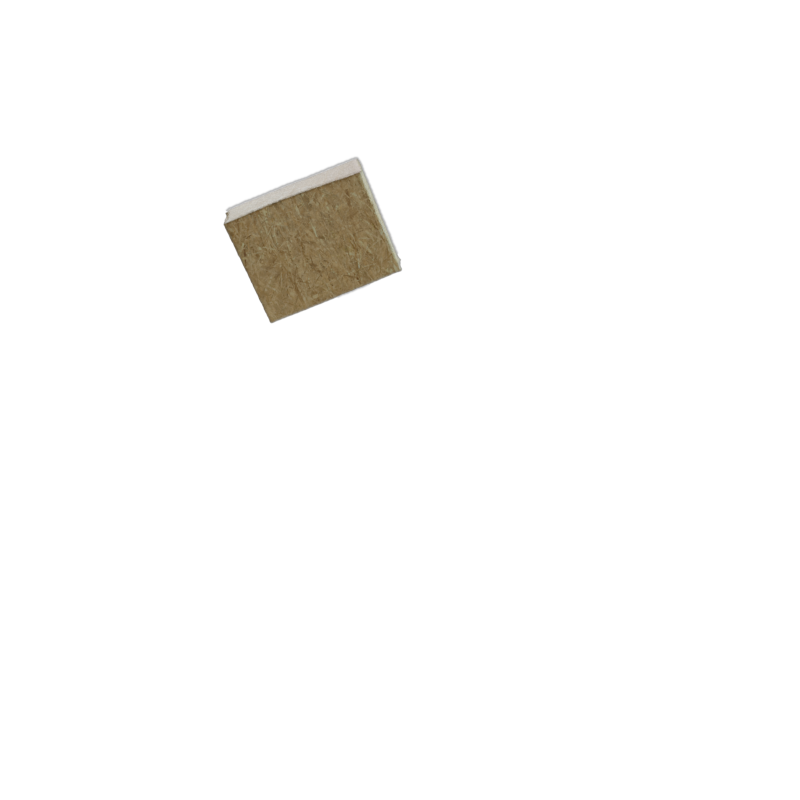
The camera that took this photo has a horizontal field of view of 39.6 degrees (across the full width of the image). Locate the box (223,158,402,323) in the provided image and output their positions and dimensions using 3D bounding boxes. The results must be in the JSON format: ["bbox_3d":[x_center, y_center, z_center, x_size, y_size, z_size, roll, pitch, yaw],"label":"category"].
[{"bbox_3d":[-0.067,-0.121,0.849,0.114,0.085,0.041,-20,20,7],"label":"box"}]
